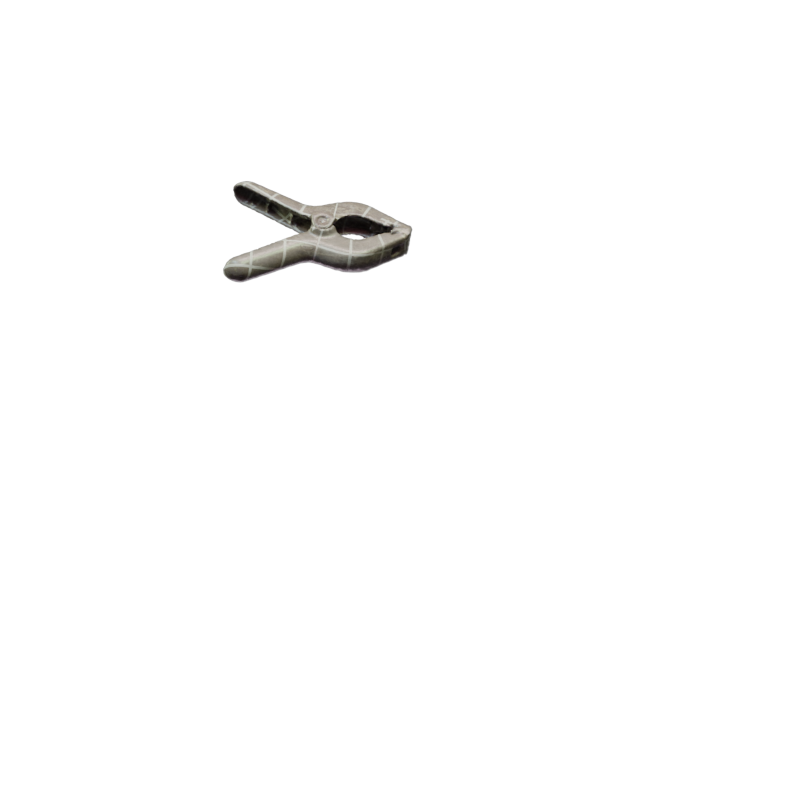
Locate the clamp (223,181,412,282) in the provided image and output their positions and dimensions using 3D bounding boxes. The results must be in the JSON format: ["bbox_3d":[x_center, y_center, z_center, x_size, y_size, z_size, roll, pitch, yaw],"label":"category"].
[{"bbox_3d":[-0.078,-0.142,0.996,0.173,0.127,0.037,8,-37,6],"label":"clamp"}]
